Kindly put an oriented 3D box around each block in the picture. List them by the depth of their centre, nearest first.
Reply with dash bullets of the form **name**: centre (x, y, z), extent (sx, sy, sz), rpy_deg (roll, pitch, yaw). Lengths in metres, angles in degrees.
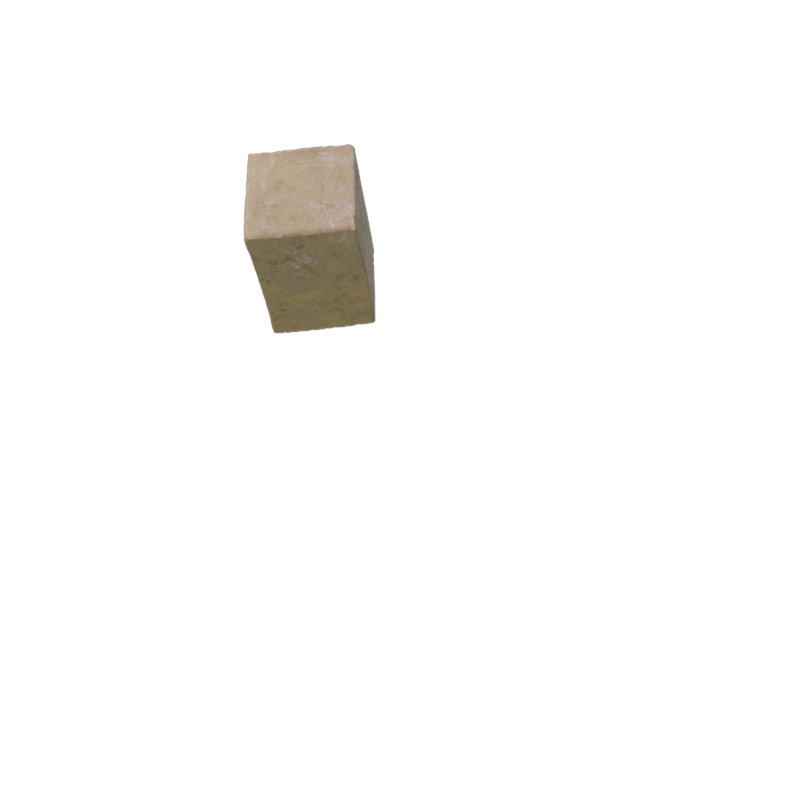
- **block**: centre (-0.042, -0.076, 0.530), extent (0.053, 0.055, 0.072), rpy_deg (-4, -34, 4)
